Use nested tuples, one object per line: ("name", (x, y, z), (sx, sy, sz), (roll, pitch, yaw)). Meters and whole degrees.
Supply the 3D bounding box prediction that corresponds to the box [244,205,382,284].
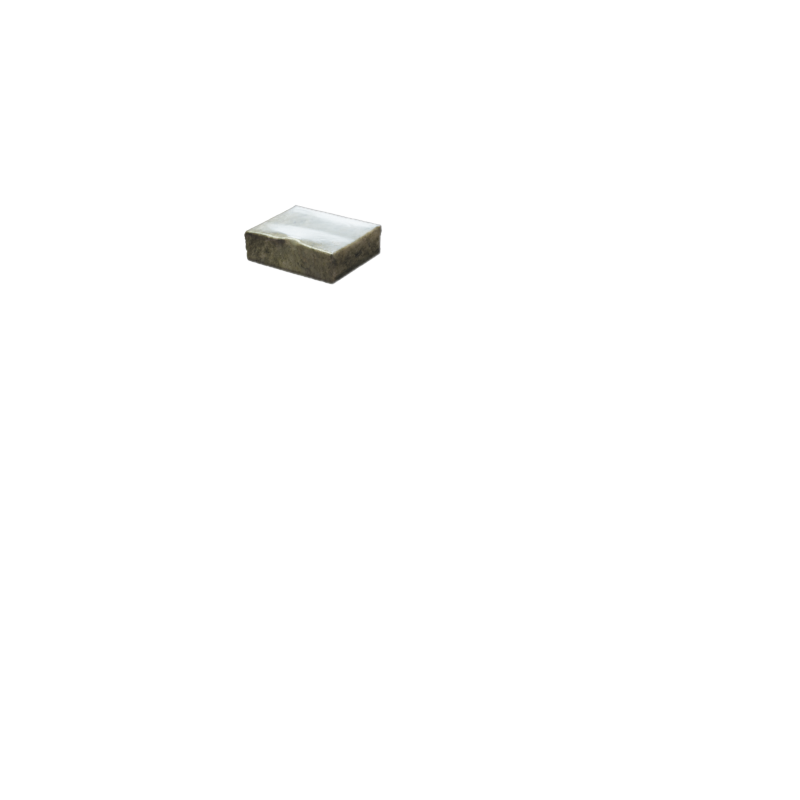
("box", (-0.071, -0.130, 0.911), (0.094, 0.029, 0.074), (18, 33, 28))
